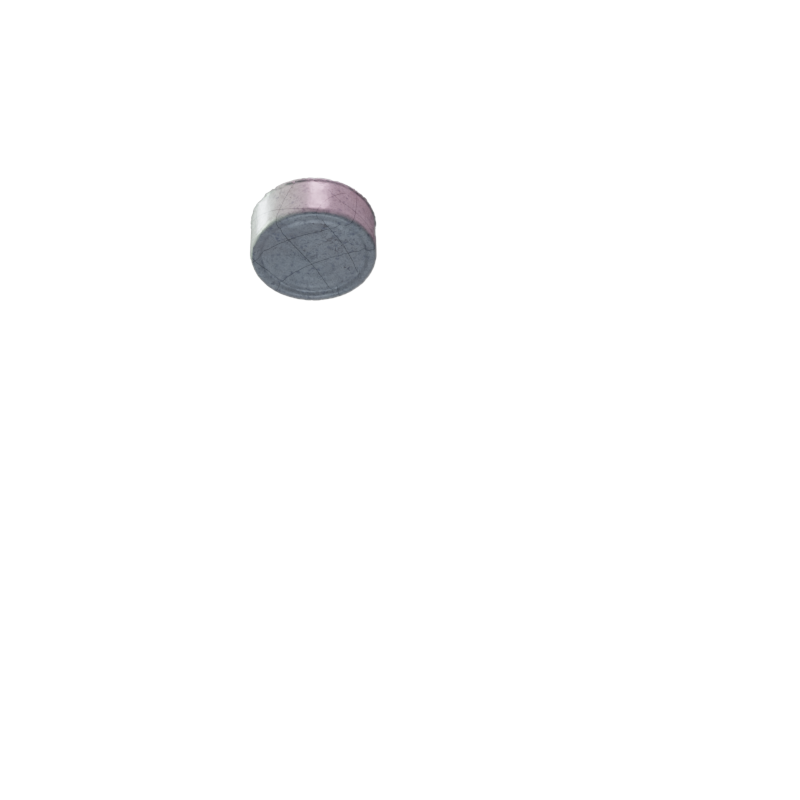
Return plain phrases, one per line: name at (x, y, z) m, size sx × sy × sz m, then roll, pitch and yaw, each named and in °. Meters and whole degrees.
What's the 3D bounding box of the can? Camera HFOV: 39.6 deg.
can at (-0.058, -0.107, 0.746) m, size 0.086 × 0.036 × 0.080 m, roll 1°, pitch -42°, yaw -1°
